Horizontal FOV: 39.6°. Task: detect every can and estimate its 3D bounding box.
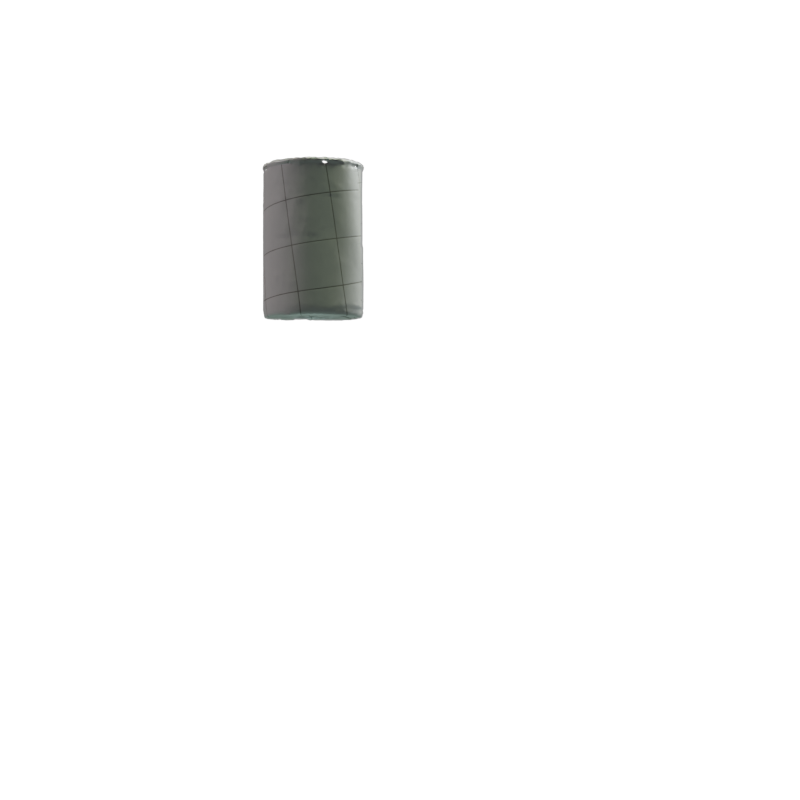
[{"bbox_3d":[-0.058,-0.105,0.738,0.068,0.104,0.068,0,-5,-2],"label":"can"}]
